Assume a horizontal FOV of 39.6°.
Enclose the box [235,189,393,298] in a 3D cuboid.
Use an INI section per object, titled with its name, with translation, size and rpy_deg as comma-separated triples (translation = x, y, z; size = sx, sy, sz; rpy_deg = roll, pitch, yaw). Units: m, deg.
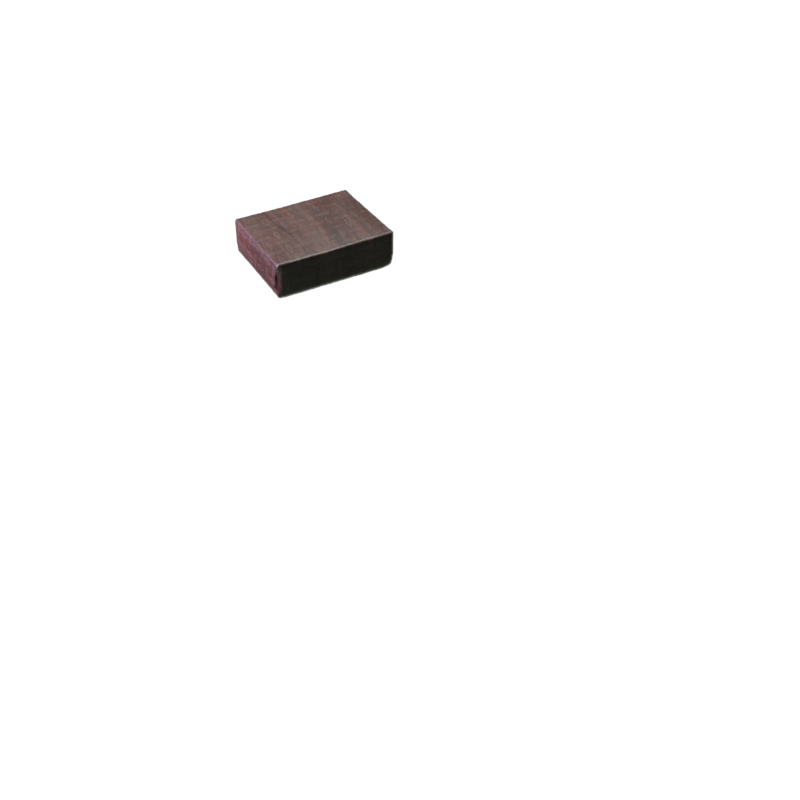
[box]
translation = -0.075, -0.137, 0.962
size = 0.112, 0.036, 0.097
rpy_deg = -17, 40, -23
